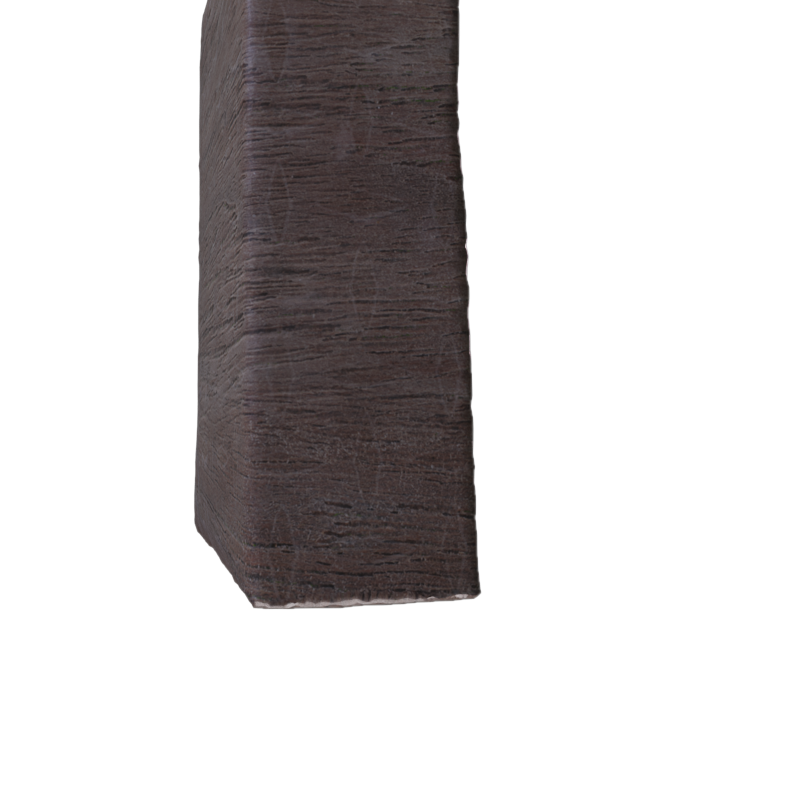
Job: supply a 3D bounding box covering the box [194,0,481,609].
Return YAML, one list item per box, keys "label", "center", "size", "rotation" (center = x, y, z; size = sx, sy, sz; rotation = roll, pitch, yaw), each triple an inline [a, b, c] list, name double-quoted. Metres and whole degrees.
- label: "box"
  center: [-0.030, -0.054, 0.377]
  size: [0.071, 0.218, 0.164]
  rotation: [1, -5, -14]
